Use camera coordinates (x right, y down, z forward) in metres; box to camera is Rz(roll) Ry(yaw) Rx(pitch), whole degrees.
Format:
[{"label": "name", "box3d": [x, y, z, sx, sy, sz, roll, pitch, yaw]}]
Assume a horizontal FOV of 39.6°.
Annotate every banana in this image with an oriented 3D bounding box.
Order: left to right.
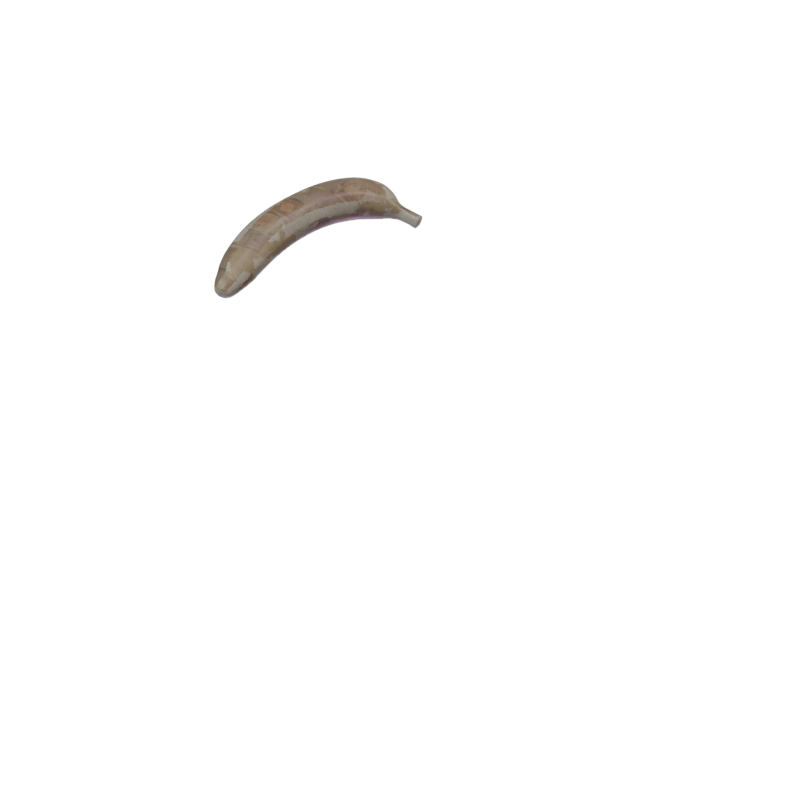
[{"label": "banana", "box3d": [-0.080, -0.149, 0.953, 0.197, 0.075, 0.034, -24, -35, -19]}]
